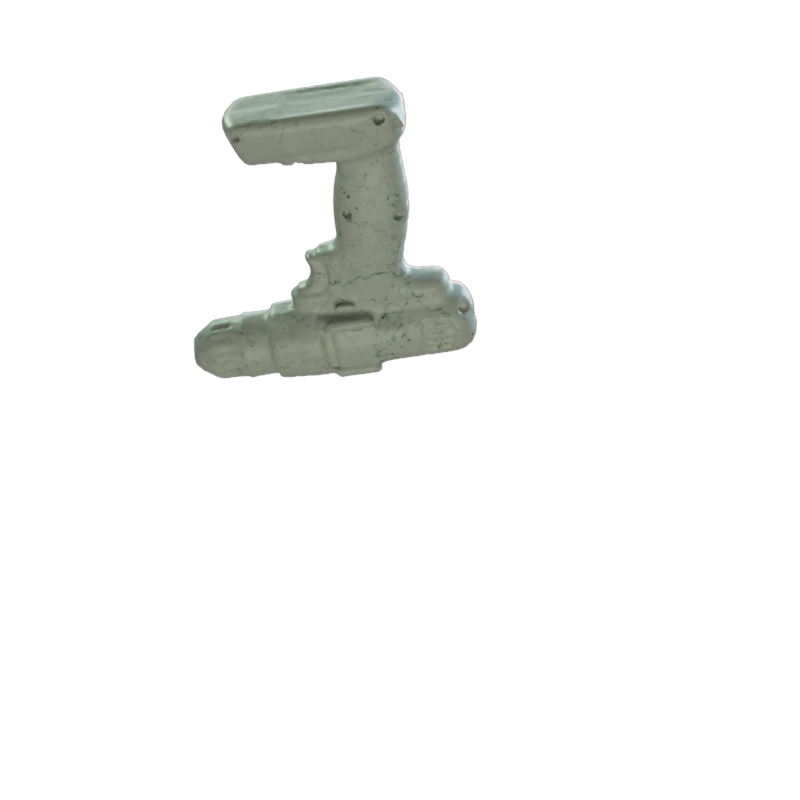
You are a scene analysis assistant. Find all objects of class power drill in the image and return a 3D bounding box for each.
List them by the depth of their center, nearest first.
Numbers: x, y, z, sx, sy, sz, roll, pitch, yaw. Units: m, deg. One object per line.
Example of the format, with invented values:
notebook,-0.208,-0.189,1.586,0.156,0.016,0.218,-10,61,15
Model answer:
power drill,-0.054,-0.098,0.686,0.185,0.175,0.061,-8,32,5
